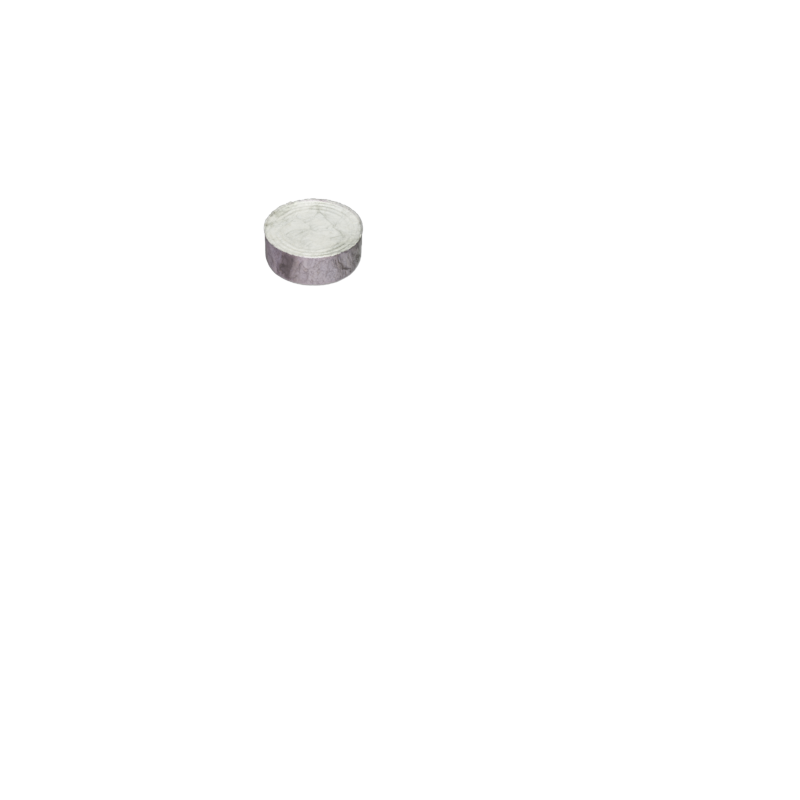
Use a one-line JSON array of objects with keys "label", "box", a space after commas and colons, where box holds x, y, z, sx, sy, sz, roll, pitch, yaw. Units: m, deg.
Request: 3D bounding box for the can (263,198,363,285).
[{"label": "can", "box": [-0.075, -0.138, 0.964, 0.086, 0.031, 0.092, -1, 42, -2]}]
